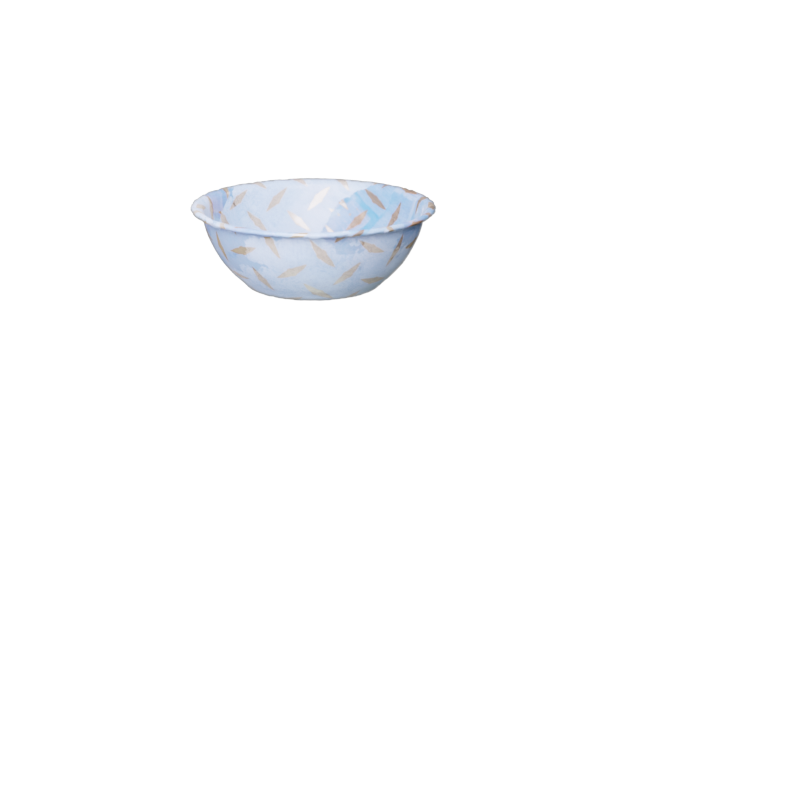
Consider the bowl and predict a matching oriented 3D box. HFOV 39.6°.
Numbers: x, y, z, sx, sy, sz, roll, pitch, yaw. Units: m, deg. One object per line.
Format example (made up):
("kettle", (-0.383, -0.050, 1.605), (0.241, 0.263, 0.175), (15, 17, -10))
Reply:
("bowl", (-0.058, -0.106, 0.740), (0.162, 0.053, 0.169), (-1, 21, -2))
